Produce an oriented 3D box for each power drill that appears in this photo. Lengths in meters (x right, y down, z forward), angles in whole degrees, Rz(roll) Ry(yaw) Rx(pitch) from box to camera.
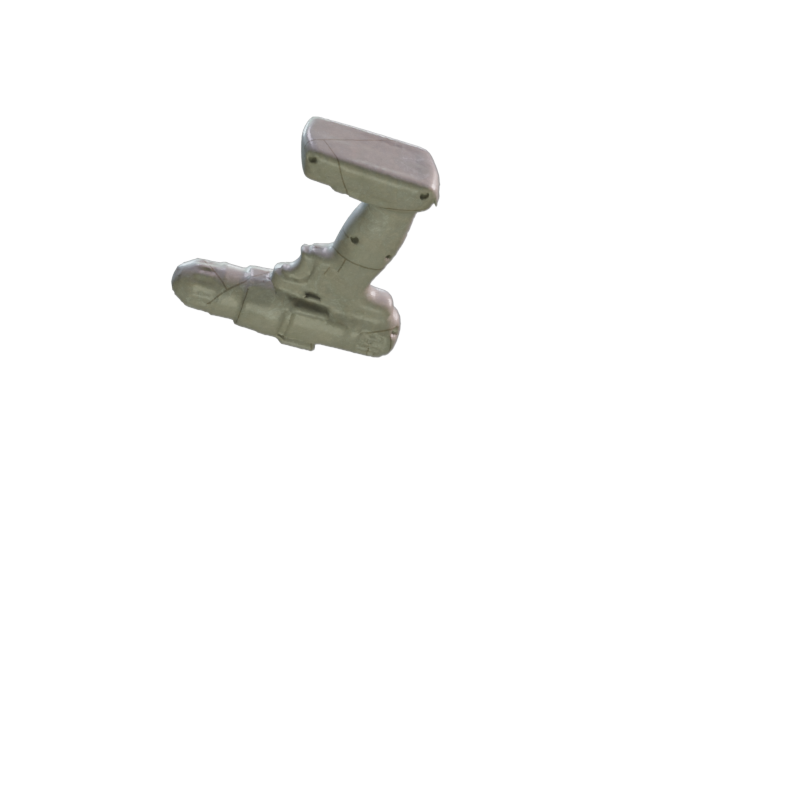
[{"bbox_3d":[-0.065,-0.119,0.833,0.180,0.062,0.179,14,-48,-14],"label":"power drill"}]
